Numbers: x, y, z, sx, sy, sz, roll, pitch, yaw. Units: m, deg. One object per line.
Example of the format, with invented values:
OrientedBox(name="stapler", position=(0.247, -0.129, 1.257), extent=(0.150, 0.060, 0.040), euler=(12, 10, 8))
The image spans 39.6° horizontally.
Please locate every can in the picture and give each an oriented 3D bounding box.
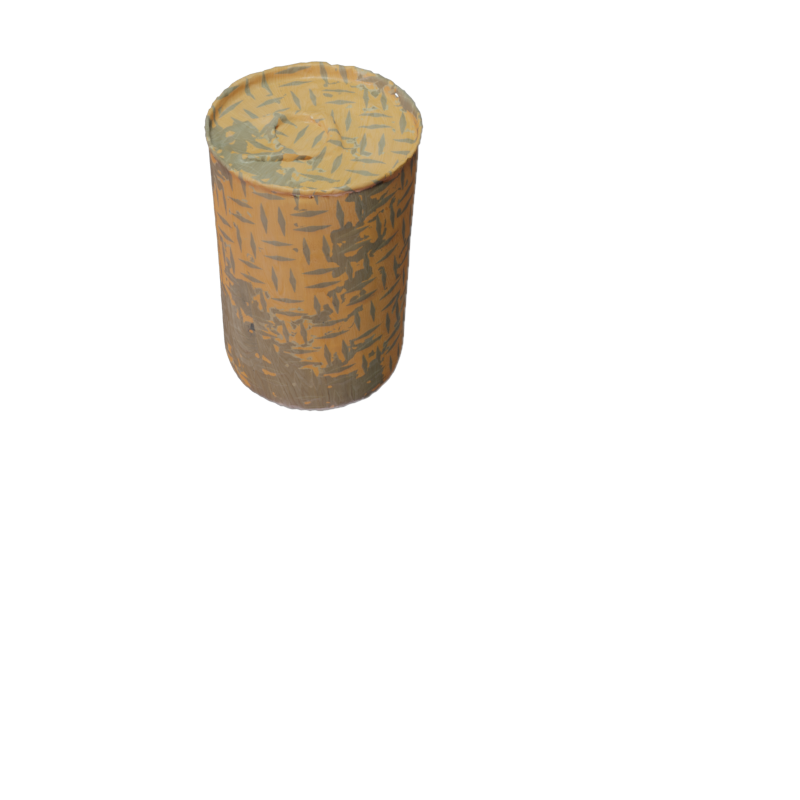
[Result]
OrientedBox(name="can", position=(-0.030, -0.054, 0.378), extent=(0.068, 0.074, 0.095), euler=(0, -44, -3))
